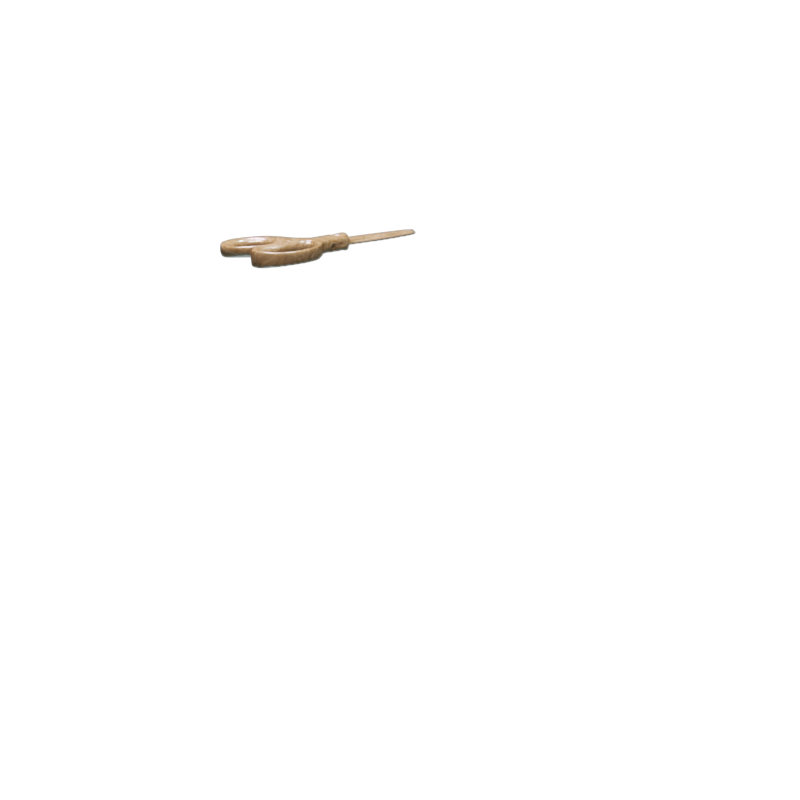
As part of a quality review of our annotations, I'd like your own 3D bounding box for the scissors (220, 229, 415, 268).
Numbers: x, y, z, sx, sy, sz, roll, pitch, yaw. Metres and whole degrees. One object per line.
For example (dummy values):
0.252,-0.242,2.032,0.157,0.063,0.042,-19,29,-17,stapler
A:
-0.075,-0.137,0.956,0.100,0.015,0.199,9,18,28,scissors
